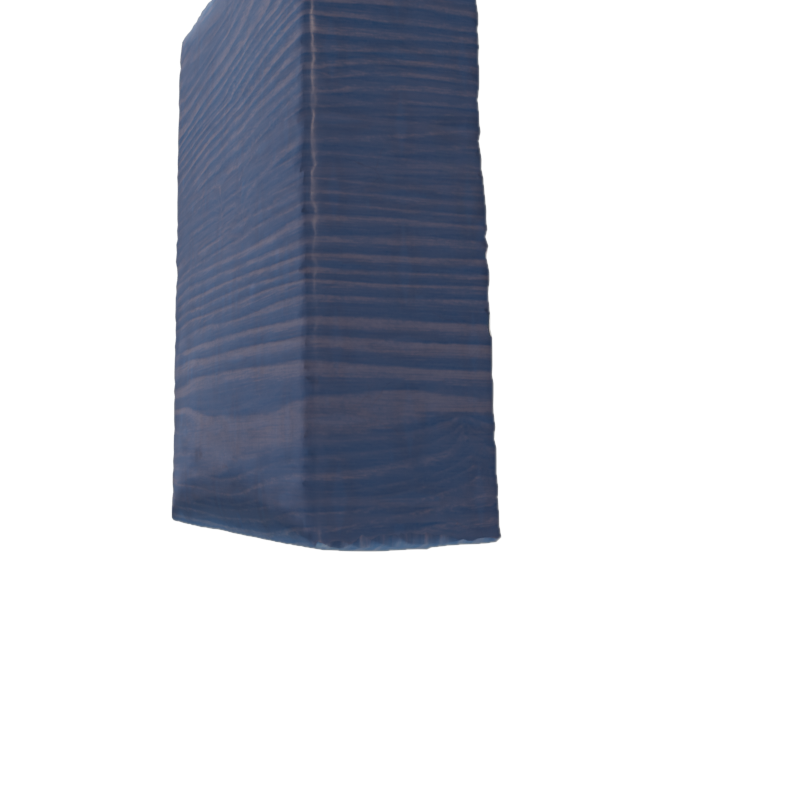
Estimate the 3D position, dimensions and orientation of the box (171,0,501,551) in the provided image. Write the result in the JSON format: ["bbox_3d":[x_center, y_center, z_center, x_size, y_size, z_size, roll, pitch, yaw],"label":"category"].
[{"bbox_3d":[-0.033,-0.059,0.415,0.070,0.219,0.165,4,-10,-24],"label":"box"}]
